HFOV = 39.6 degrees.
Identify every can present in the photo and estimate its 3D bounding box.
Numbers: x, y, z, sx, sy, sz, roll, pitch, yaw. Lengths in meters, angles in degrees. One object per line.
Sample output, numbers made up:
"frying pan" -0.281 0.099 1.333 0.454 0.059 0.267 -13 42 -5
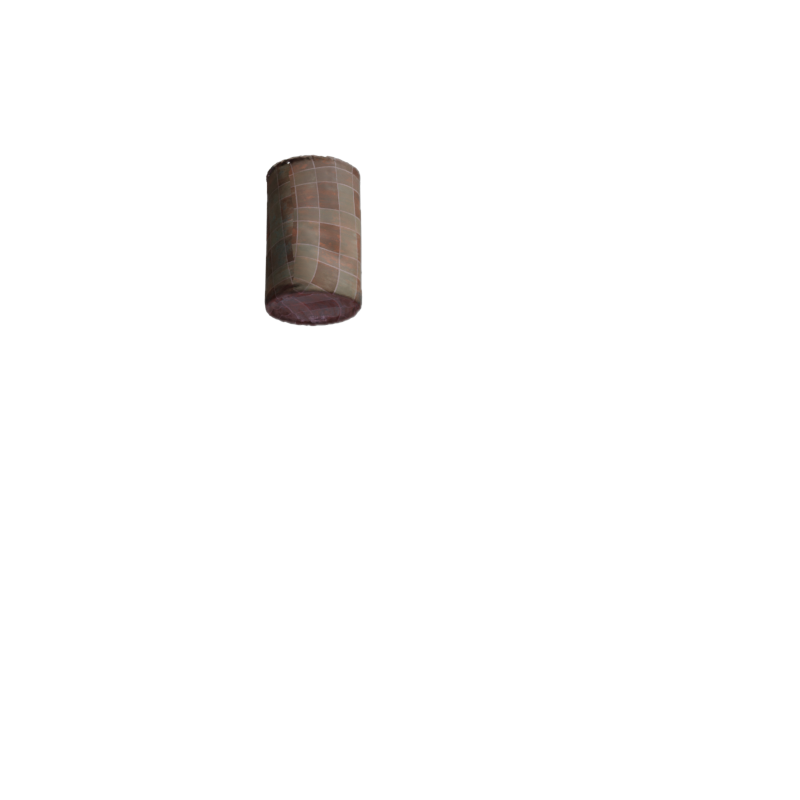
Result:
"can" -0.061 -0.111 0.774 0.068 0.108 0.065 0 -21 -2
